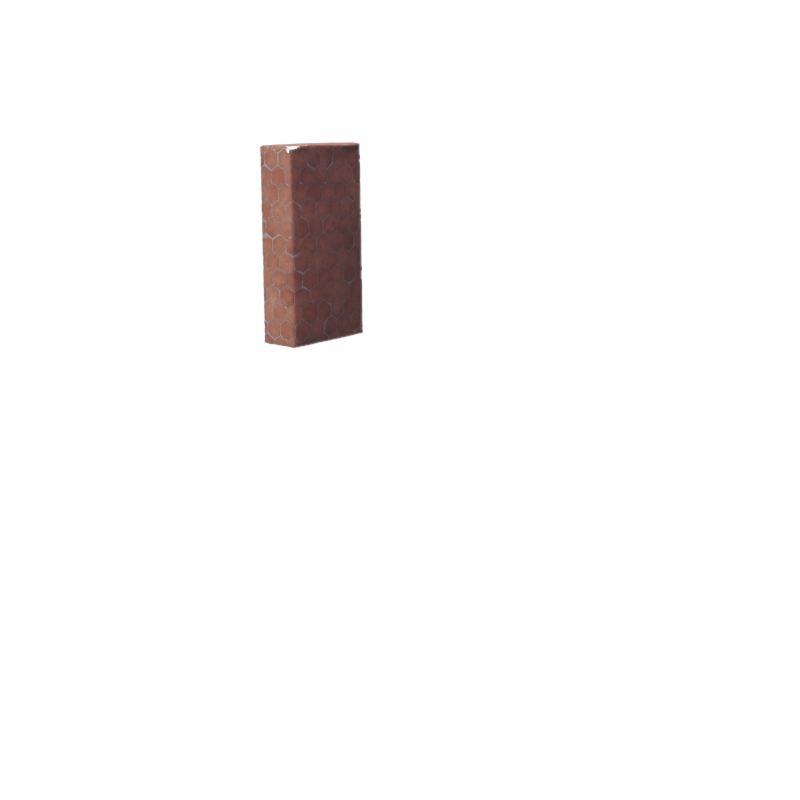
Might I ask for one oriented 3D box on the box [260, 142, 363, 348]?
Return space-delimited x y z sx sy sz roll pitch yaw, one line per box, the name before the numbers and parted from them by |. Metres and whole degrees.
box | -0.078 -0.142 0.994 0.050 0.172 0.091 9 13 41
